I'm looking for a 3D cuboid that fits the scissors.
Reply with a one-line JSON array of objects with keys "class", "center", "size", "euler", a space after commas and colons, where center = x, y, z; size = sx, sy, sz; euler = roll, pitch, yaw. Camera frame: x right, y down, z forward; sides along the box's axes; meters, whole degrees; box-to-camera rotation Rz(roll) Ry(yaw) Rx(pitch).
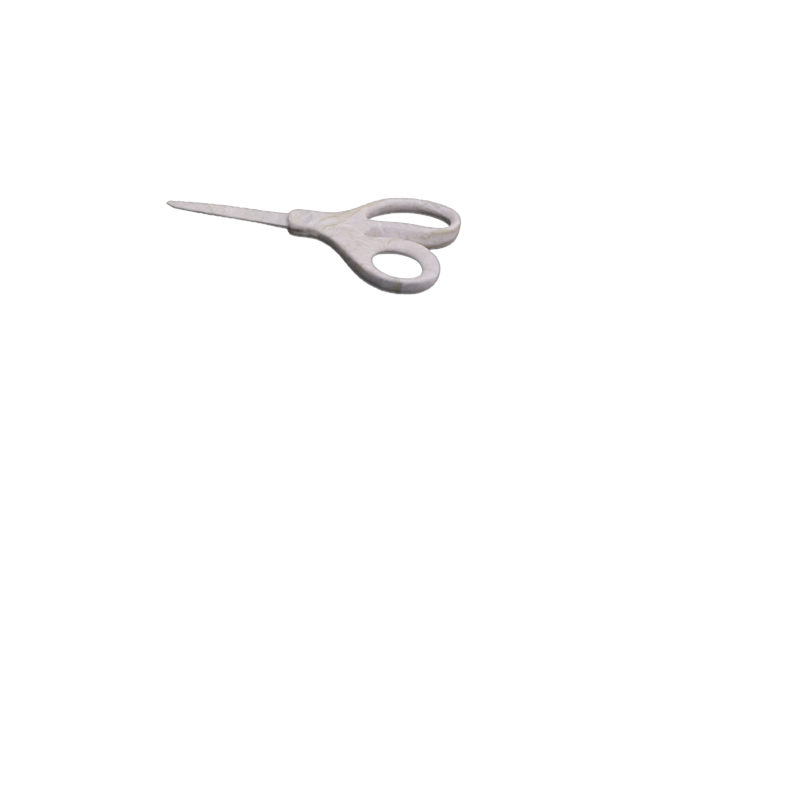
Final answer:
[{"class": "scissors", "center": [-0.058, -0.106, 0.743], "size": [0.201, 0.015, 0.103], "euler": [-2, 45, -2]}]
